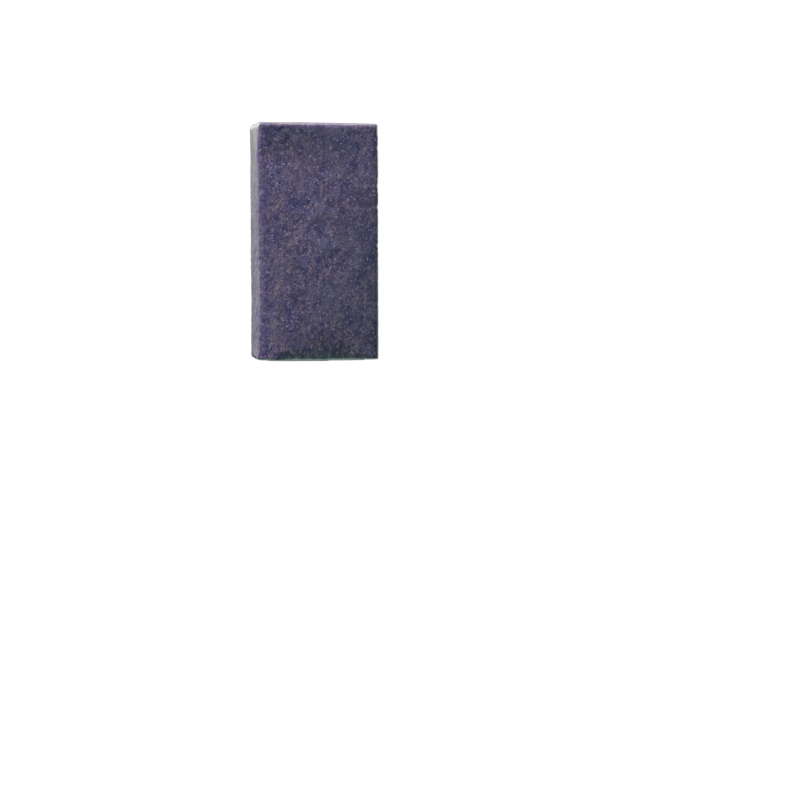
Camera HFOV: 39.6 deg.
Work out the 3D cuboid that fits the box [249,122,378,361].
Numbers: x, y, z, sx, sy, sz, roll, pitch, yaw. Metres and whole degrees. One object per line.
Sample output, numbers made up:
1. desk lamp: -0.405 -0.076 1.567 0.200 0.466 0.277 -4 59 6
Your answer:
1. box: -0.065 -0.119 0.830 0.092 0.176 0.049 0 0 -14
